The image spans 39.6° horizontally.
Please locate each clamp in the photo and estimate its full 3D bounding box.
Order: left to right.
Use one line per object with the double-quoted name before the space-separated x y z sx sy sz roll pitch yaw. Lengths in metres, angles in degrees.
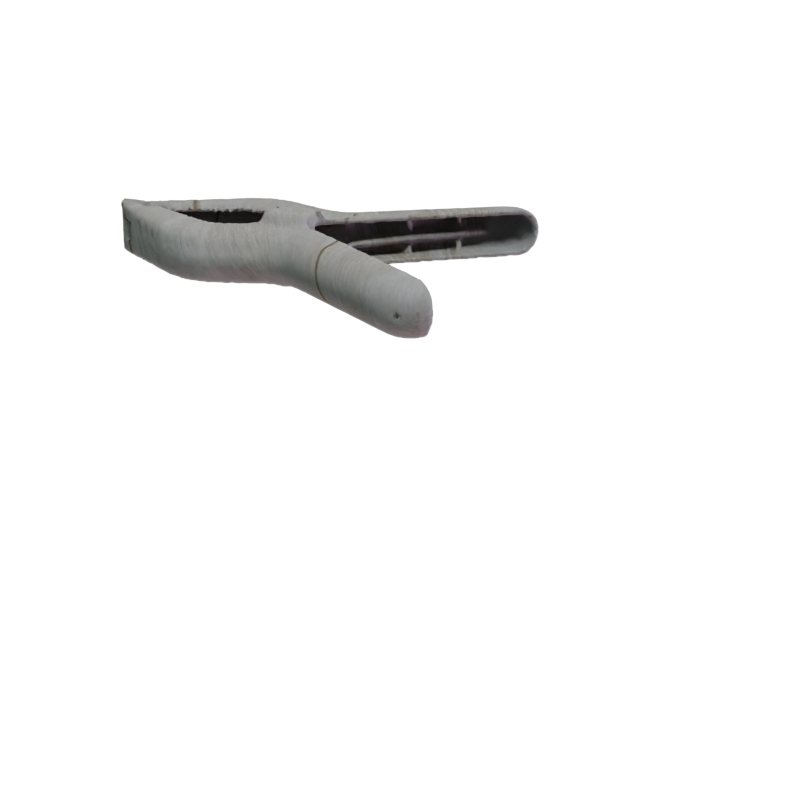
"clamp" -0.043 -0.079 0.552 0.220 0.035 0.164 12 24 30
